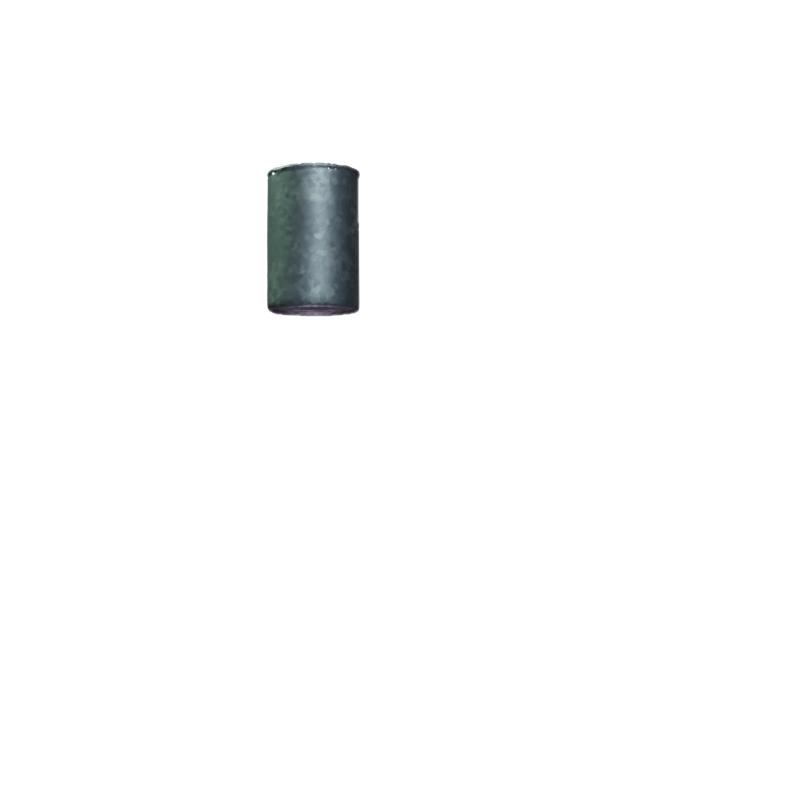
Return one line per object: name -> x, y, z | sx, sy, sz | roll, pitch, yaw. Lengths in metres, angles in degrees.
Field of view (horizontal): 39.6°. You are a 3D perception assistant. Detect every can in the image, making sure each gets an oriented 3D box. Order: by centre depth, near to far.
can -> -0.063, -0.115, 0.803 | 0.068, 0.104, 0.067 | 0, -7, -2
